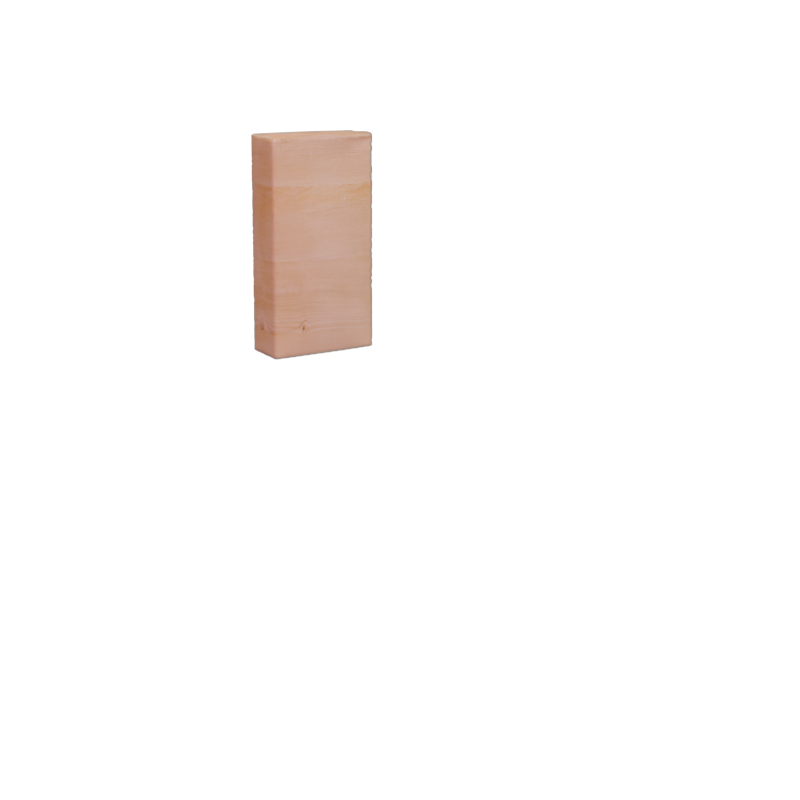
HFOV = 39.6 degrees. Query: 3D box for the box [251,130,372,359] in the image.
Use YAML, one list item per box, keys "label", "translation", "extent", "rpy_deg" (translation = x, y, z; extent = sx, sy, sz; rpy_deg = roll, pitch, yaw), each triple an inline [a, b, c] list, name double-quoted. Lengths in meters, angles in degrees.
- label: "box"
  translation: [-0.070, -0.127, 0.892]
  extent: [0.091, 0.171, 0.051]
  rpy_deg: [-7, 14, -30]
